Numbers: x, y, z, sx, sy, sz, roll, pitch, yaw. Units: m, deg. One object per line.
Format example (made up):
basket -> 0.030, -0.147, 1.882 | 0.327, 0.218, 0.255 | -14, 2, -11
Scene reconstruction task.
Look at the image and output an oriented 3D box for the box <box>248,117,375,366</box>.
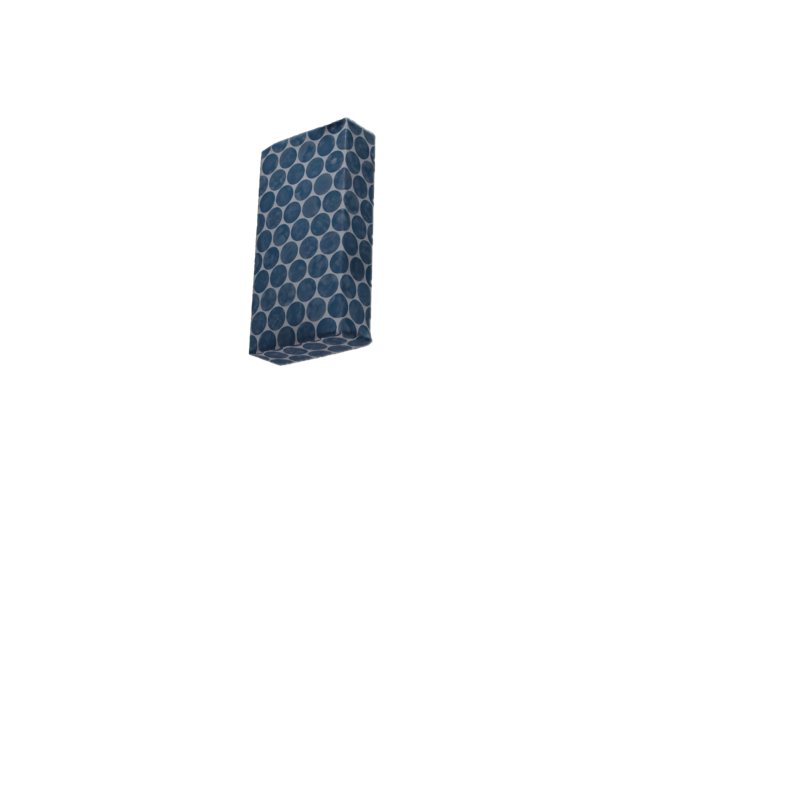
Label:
box -> -0.067, -0.122, 0.854 | 0.095, 0.185, 0.045 | -15, -24, 35
